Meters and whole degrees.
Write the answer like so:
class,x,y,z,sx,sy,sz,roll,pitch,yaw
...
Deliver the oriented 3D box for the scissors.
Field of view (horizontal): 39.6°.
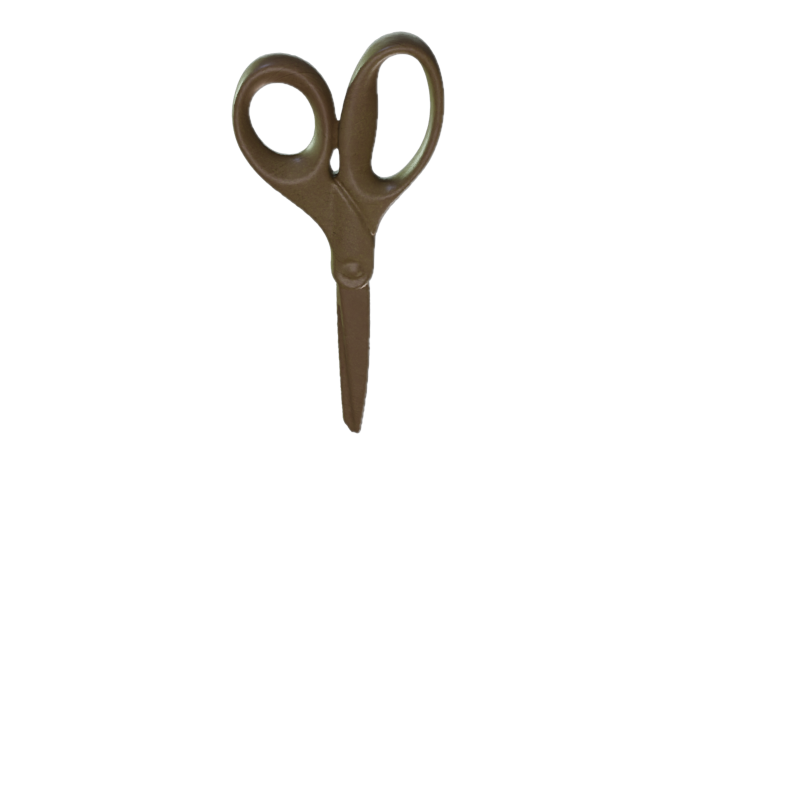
class,x,y,z,sx,sy,sz,roll,pitch,yaw
scissors,-0.038,-0.070,0.488,0.095,0.192,0.017,14,32,-9
